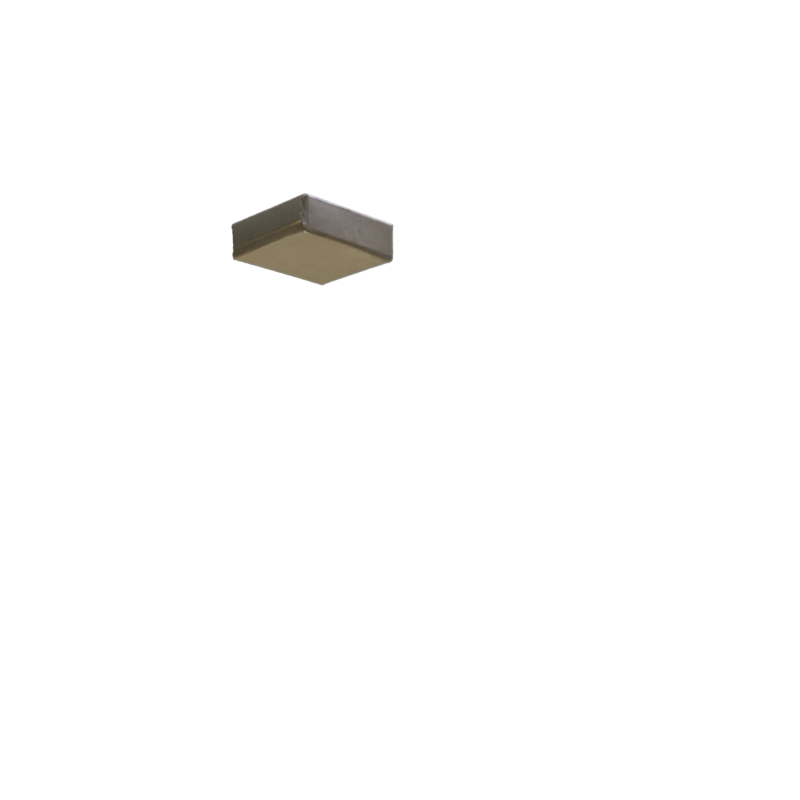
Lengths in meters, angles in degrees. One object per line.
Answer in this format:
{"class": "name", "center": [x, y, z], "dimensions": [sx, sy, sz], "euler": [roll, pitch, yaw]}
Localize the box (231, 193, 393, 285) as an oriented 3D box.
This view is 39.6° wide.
{"class": "box", "center": [-0.074, -0.135, 0.947], "dimensions": [0.091, 0.041, 0.107], "euler": [-14, -20, 41]}
